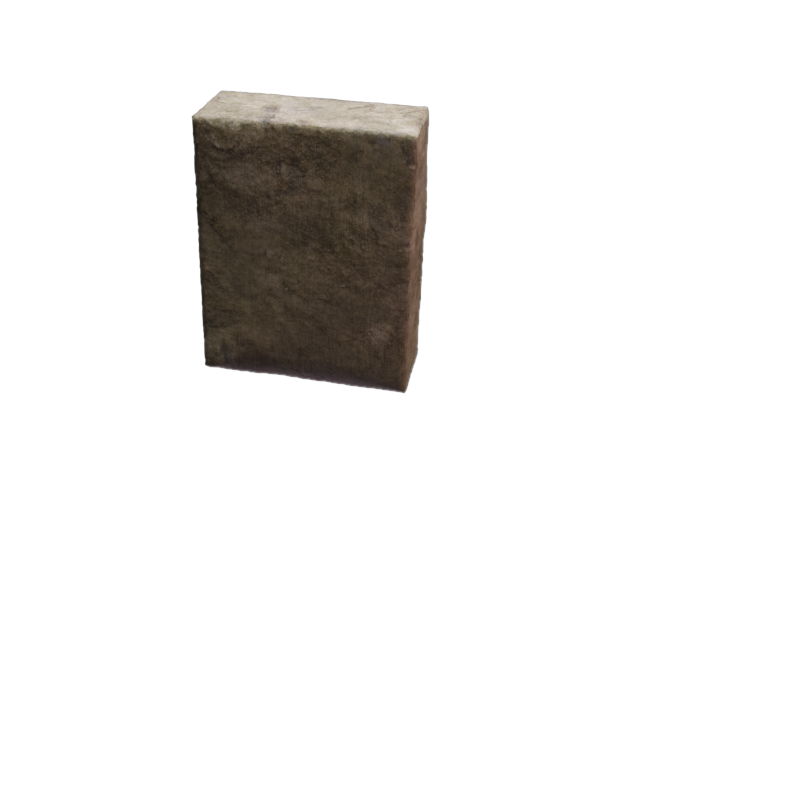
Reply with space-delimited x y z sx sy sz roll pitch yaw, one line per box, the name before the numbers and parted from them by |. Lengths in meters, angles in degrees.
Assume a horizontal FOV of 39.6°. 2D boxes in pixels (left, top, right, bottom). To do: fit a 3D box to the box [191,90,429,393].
box | -0.066 -0.120 0.841 0.167 0.202 0.075 8 29 11
